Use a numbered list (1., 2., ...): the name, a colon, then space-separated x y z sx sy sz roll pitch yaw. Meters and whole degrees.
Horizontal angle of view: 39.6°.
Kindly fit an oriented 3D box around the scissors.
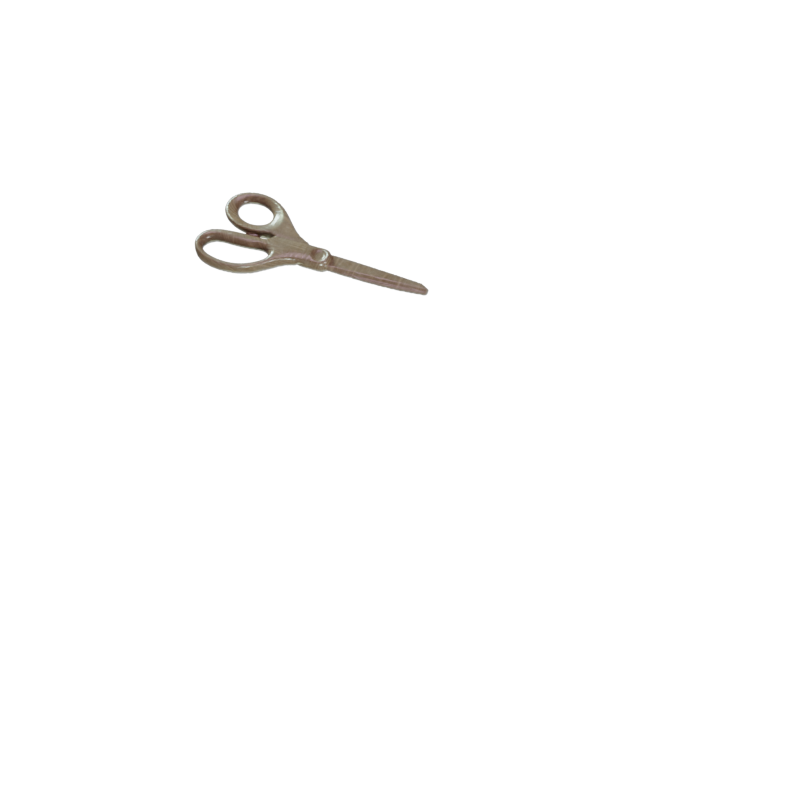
1. scissors: -0.075 -0.137 0.959 0.203 0.102 0.015 5 -37 3
